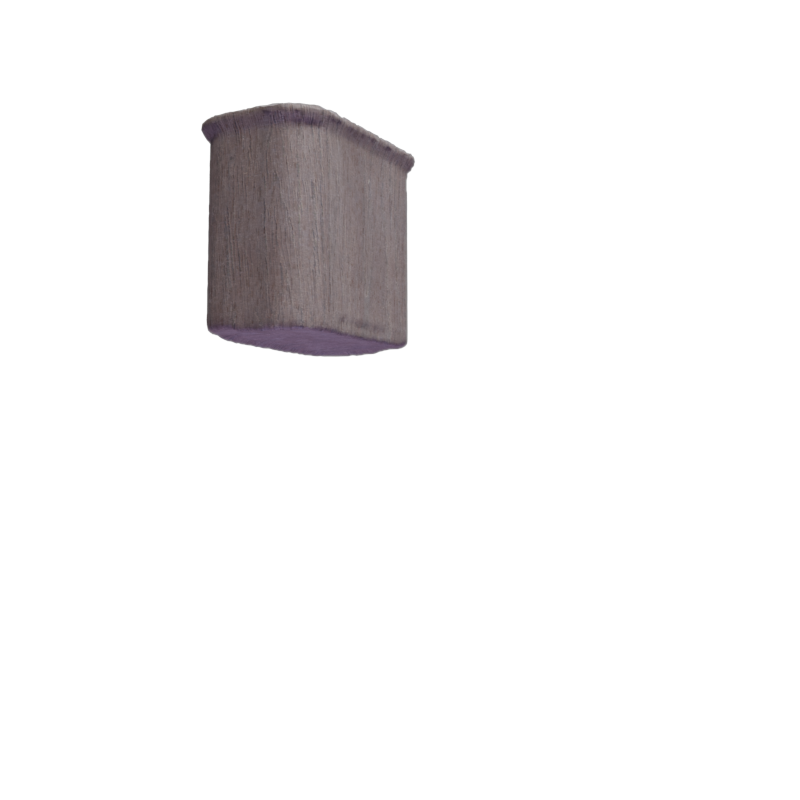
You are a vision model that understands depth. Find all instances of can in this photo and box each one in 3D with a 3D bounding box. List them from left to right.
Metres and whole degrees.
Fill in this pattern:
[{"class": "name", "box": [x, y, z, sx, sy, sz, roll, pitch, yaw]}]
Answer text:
[{"class": "can", "box": [-0.035, -0.064, 0.449, 0.059, 0.086, 0.097, -5, -9, 28]}]
